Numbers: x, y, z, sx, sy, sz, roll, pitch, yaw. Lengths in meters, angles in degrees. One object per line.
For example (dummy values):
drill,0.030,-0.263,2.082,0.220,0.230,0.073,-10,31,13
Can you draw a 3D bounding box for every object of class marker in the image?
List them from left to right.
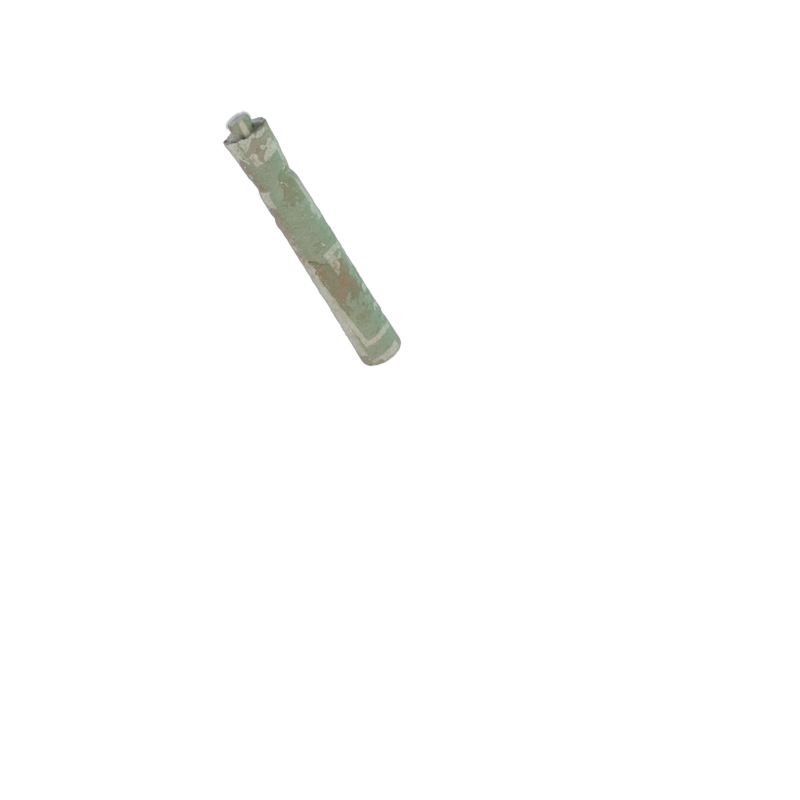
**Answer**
marker,-0.035,-0.064,0.447,0.020,0.114,0.021,-26,26,13
